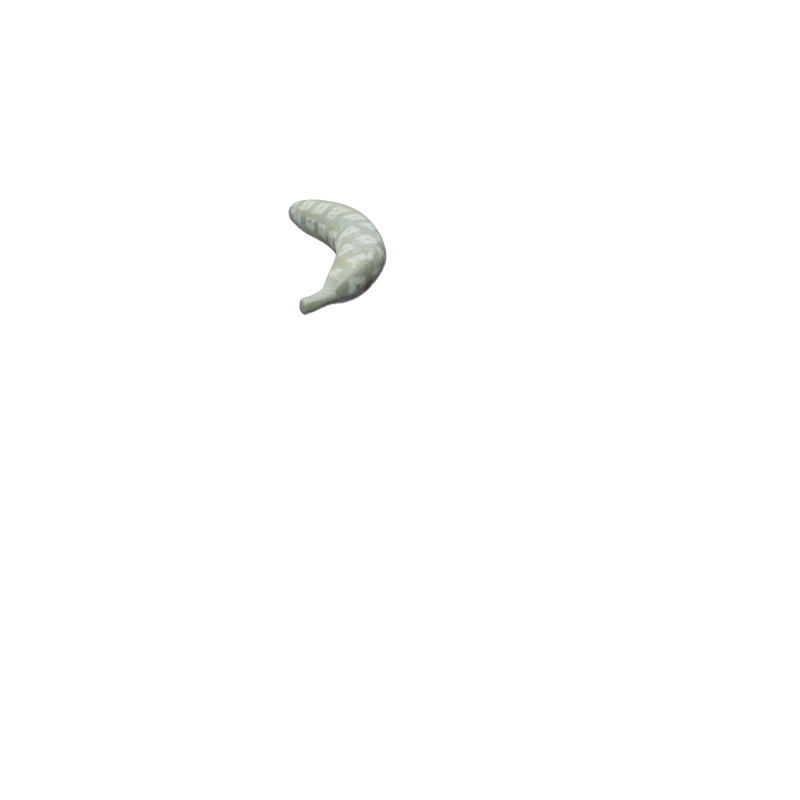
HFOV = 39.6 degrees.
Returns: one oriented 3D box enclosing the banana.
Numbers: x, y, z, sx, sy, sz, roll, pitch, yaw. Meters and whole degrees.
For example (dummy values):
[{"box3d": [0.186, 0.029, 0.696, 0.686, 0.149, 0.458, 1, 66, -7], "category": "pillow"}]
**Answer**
[{"box3d": [-0.048, -0.121, 0.853, 0.069, 0.035, 0.209, -3, 27, -6], "category": "banana"}]
